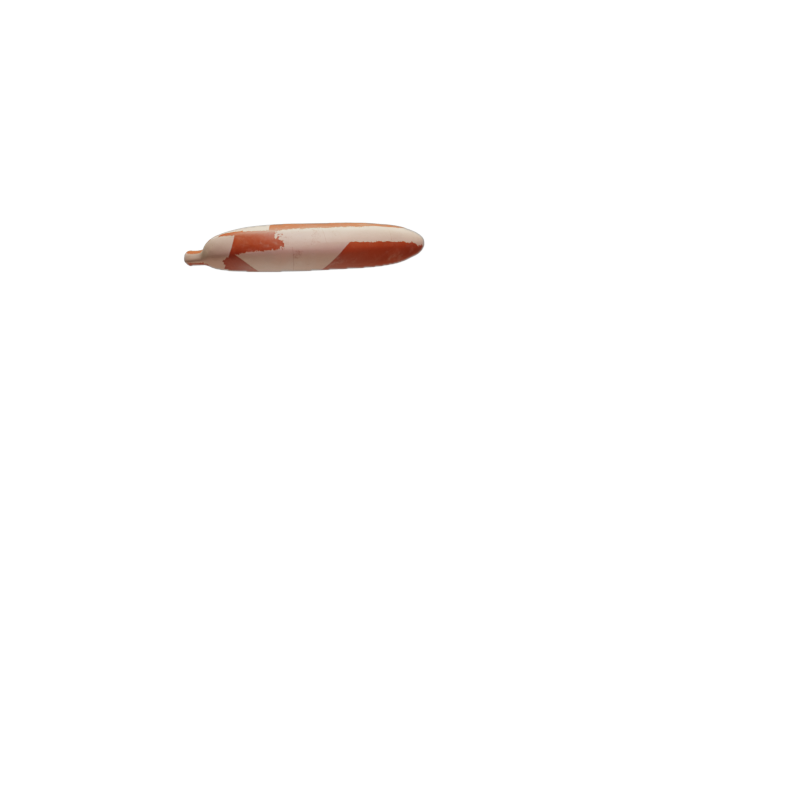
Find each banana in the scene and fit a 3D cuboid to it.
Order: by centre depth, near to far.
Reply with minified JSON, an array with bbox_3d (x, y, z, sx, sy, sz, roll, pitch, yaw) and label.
[{"bbox_3d":[-0.068,-0.122,0.871,0.195,0.036,0.072,-3,14,-13],"label":"banana"}]
